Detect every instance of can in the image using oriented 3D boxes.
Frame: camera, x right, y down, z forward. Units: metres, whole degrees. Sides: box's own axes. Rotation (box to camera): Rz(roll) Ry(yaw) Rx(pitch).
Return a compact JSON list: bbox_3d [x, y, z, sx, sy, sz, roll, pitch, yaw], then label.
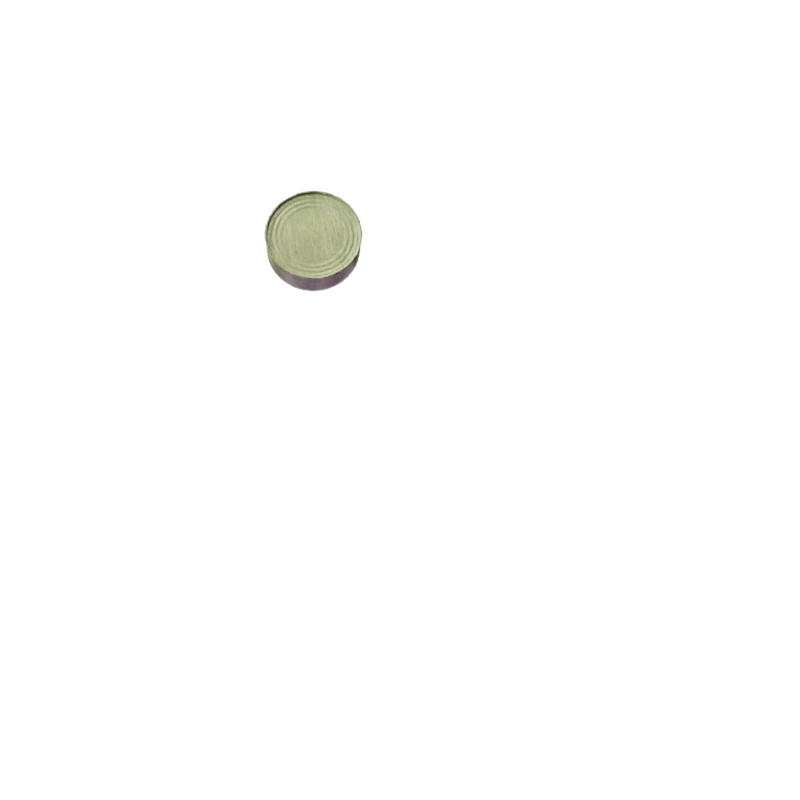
[{"bbox_3d":[-0.077,-0.141,0.989,0.086,0.091,0.032,-1,-23,-1],"label":"can"}]
